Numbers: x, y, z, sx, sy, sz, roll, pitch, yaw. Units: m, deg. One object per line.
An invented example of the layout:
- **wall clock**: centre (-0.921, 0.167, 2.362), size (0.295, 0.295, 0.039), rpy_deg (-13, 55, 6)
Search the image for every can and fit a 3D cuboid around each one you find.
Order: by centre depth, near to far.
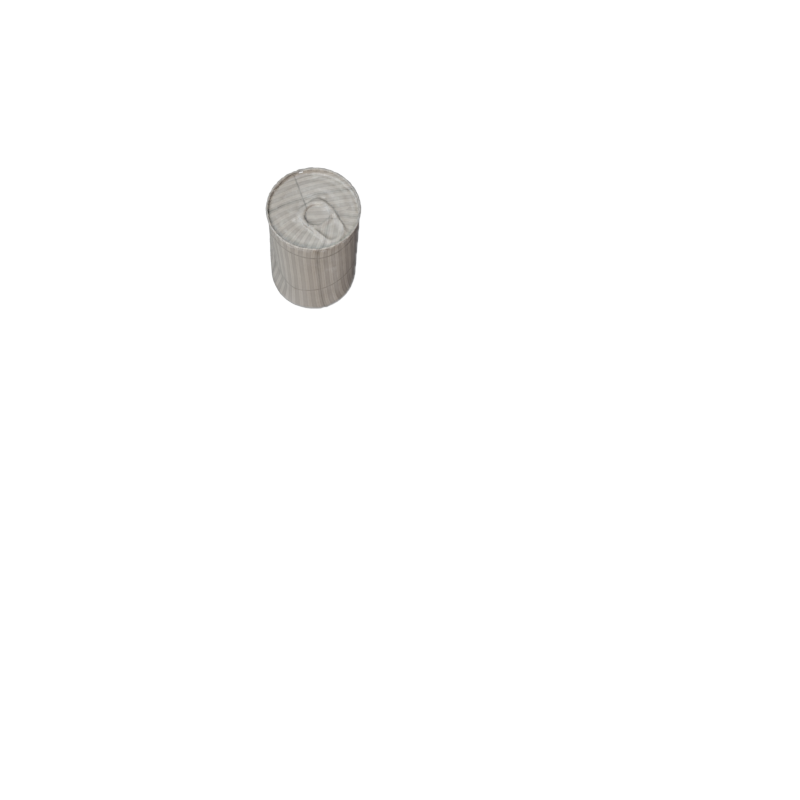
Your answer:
- **can**: centre (-0.065, -0.119, 0.831), size (0.068, 0.072, 0.097), rpy_deg (0, -24, -3)
